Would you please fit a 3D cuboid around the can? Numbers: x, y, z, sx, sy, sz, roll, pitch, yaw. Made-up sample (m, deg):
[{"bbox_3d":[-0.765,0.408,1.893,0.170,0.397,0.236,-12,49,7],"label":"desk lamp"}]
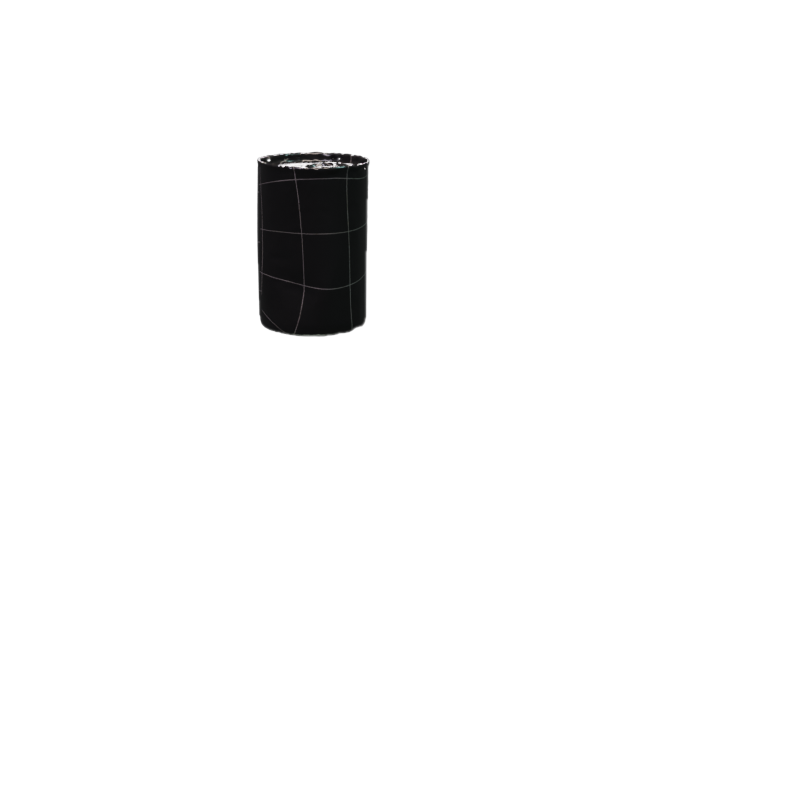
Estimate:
[{"bbox_3d":[-0.053,-0.097,0.676,0.068,0.099,0.071,0,14,-2],"label":"can"}]
